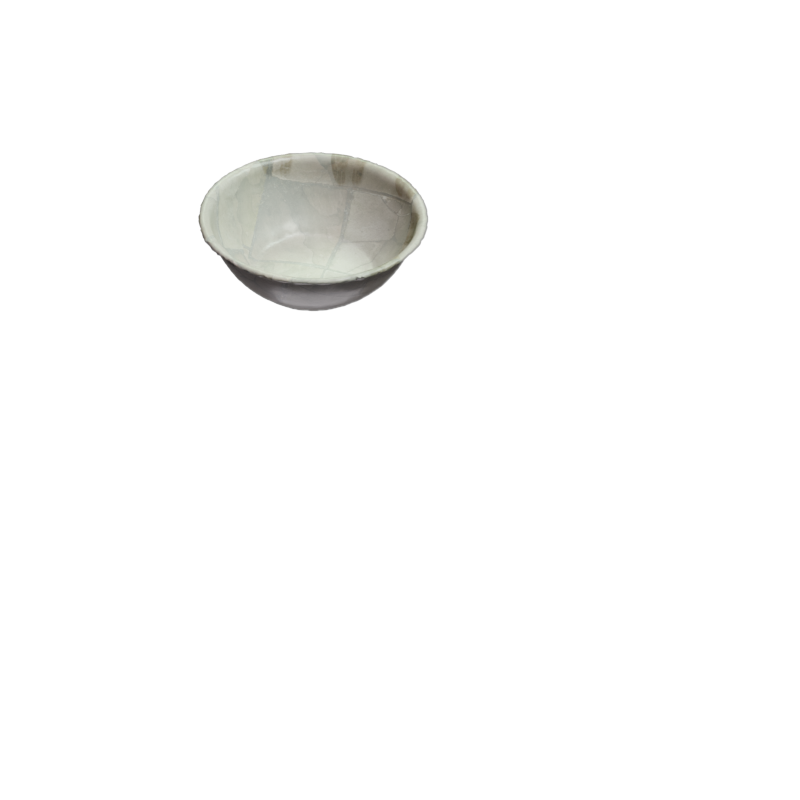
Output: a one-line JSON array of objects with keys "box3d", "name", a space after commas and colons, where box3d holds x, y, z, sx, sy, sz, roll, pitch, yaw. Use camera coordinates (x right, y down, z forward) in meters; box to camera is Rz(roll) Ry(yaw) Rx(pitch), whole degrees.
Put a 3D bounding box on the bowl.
[{"box3d": [-0.062, -0.113, 0.793, 0.162, 0.051, 0.174, -1, 41, -2], "name": "bowl"}]
